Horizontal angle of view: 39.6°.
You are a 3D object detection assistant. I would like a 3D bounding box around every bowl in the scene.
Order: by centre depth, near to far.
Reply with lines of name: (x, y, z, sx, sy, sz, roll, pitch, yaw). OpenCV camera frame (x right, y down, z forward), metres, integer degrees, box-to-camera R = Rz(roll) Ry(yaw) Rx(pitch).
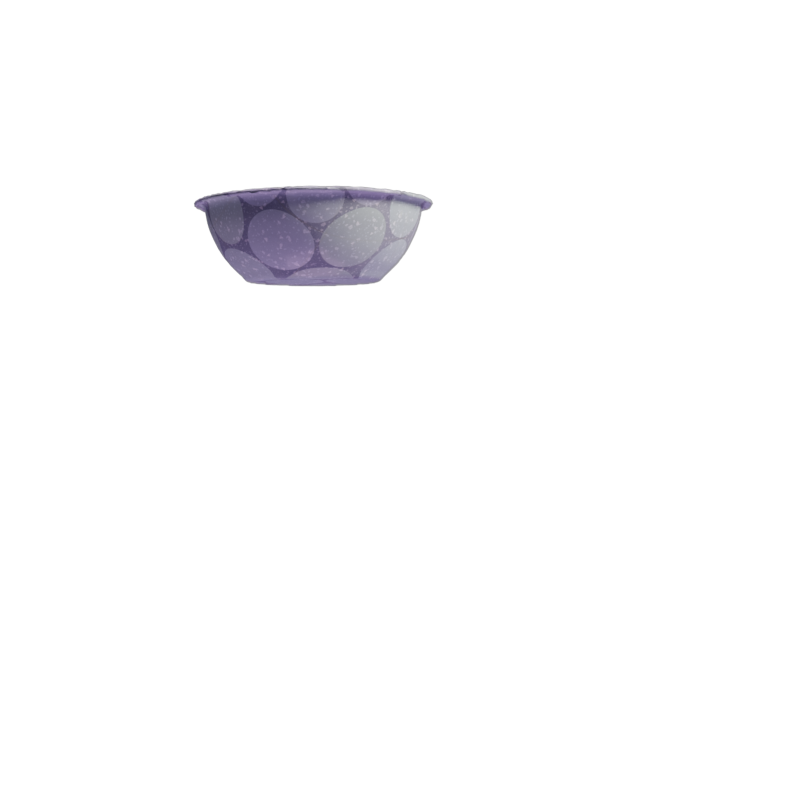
bowl: (-0.059, -0.107, 0.750, 0.162, 0.055, 0.161, 0, 1, -2)
